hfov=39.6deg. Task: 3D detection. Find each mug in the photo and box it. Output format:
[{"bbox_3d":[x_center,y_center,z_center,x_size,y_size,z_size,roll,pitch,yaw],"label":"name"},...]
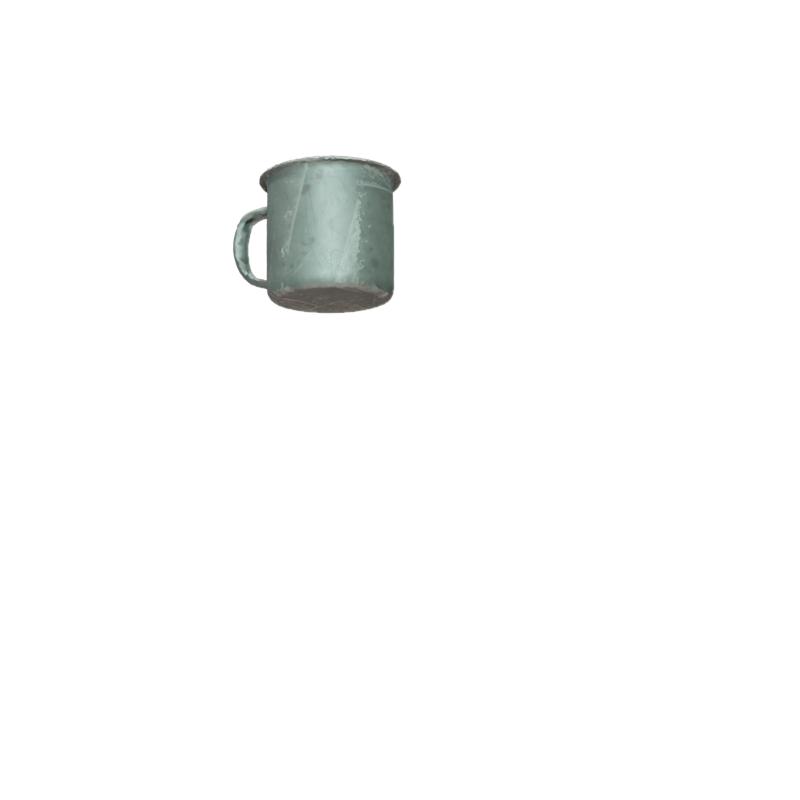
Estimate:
[{"bbox_3d":[-0.056,-0.103,0.719,0.120,0.084,0.088,-5,-13,22],"label":"mug"}]
